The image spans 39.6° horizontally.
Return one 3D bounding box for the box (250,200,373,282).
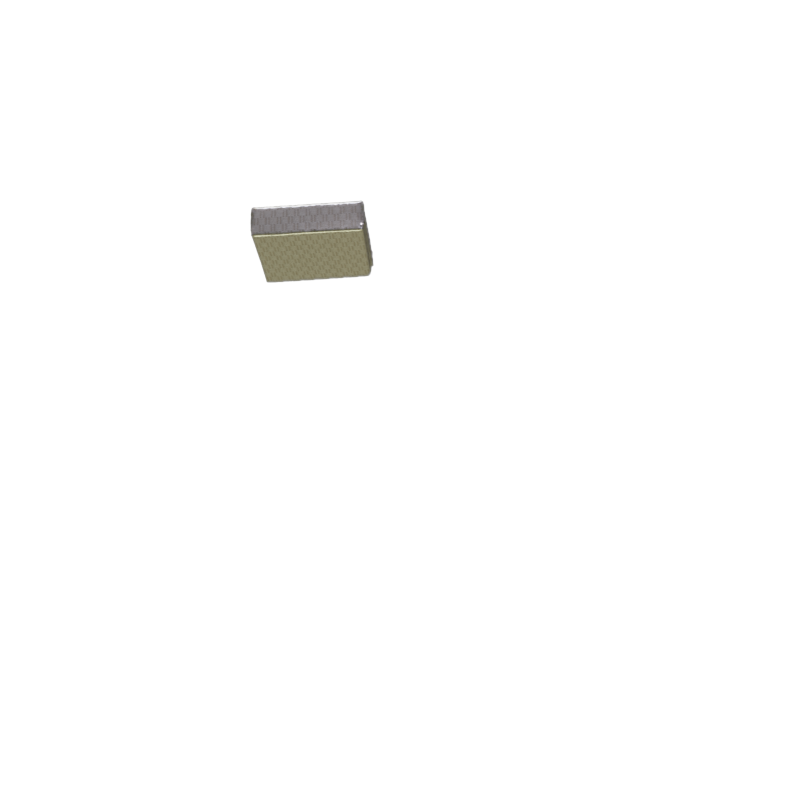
[{"bbox_3d":[-0.069,-0.126,0.879,0.090,0.032,0.068,-3,-27,6],"label":"box"}]
